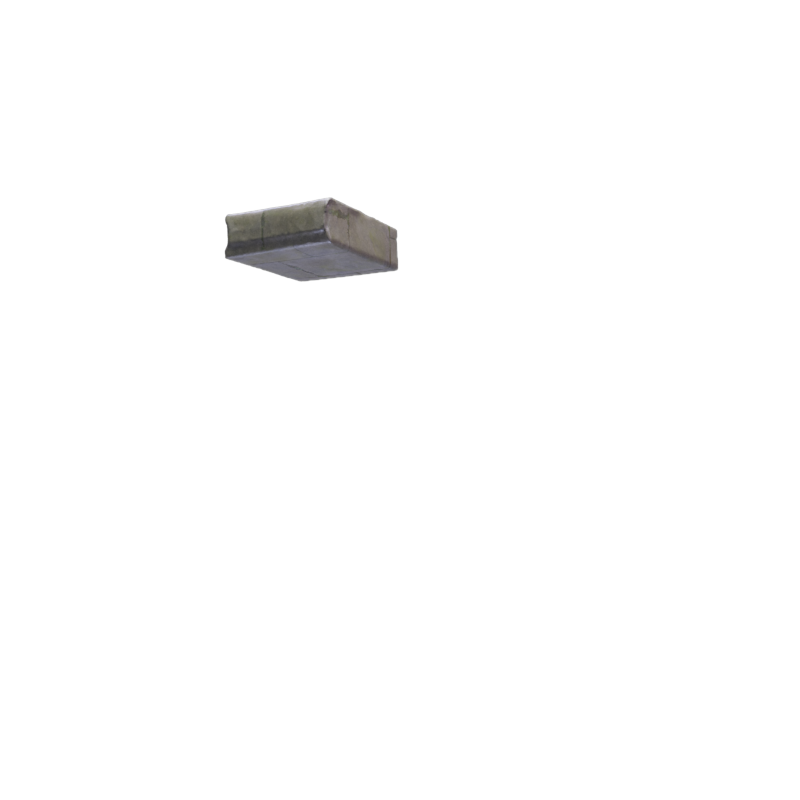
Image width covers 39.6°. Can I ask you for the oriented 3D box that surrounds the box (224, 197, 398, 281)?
[{"bbox_3d":[-0.053,-0.097,0.677,0.075,0.031,0.085,-4,-8,29],"label":"box"}]
